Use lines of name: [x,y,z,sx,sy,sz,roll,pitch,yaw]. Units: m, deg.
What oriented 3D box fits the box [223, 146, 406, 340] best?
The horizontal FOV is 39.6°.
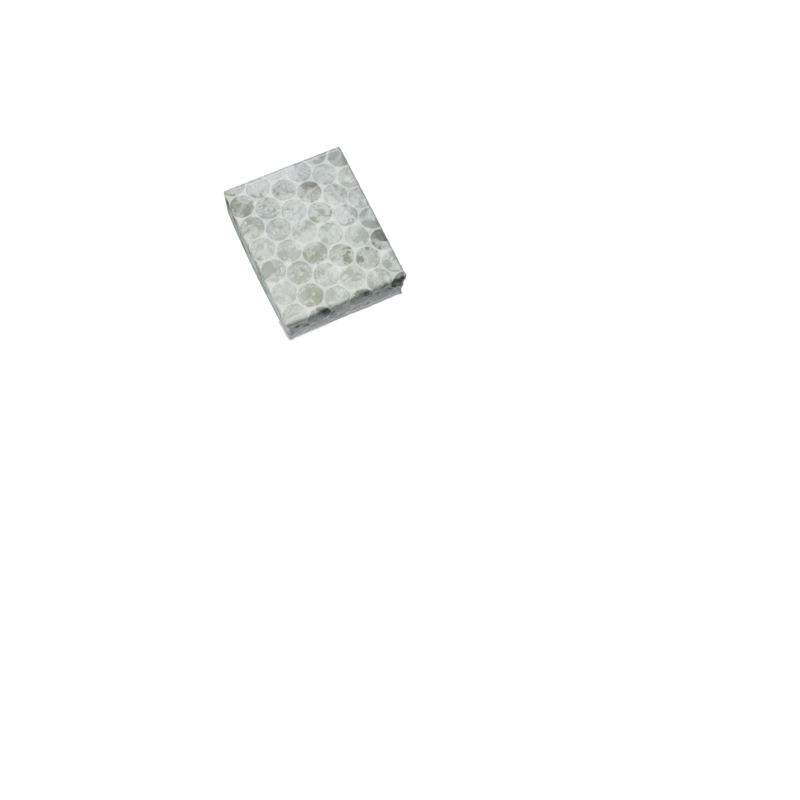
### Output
box: [-0.060,-0.110,0.770,0.089,0.120,0.037,-23,-19,-9]
